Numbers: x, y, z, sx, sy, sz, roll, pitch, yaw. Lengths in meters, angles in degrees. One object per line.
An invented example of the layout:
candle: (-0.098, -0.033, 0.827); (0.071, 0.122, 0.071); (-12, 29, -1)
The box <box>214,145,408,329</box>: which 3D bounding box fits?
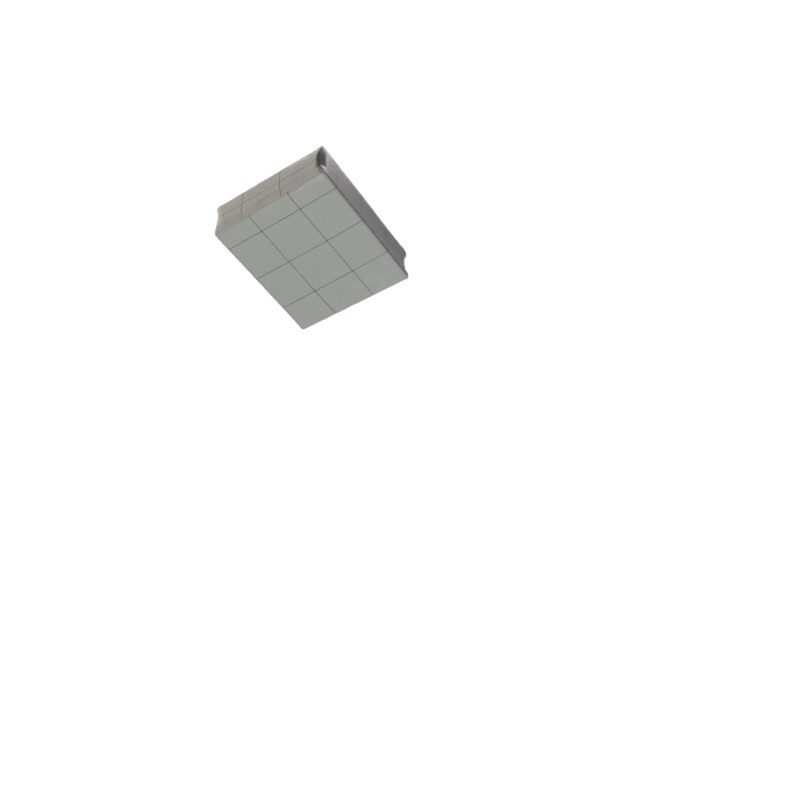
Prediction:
box: (-0.049, -0.089, 0.624); (0.073, 0.032, 0.083); (-27, -54, 21)
